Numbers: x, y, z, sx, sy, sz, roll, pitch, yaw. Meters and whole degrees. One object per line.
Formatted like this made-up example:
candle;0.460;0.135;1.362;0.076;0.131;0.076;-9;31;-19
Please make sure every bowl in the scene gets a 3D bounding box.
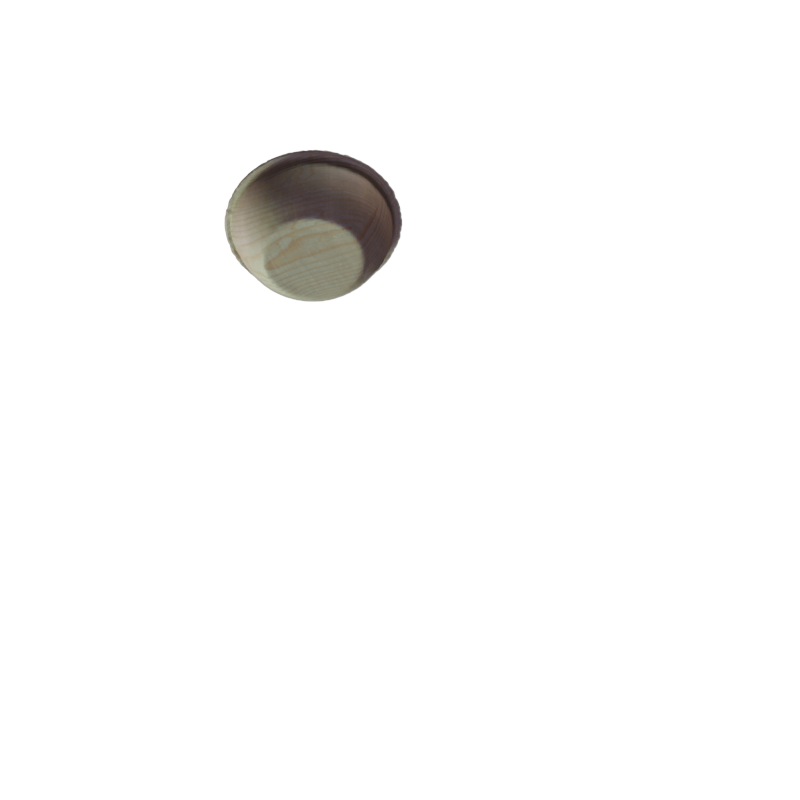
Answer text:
bowl;-0.078;-0.142;0.992;0.162;0.151;0.059;1;40;-1
